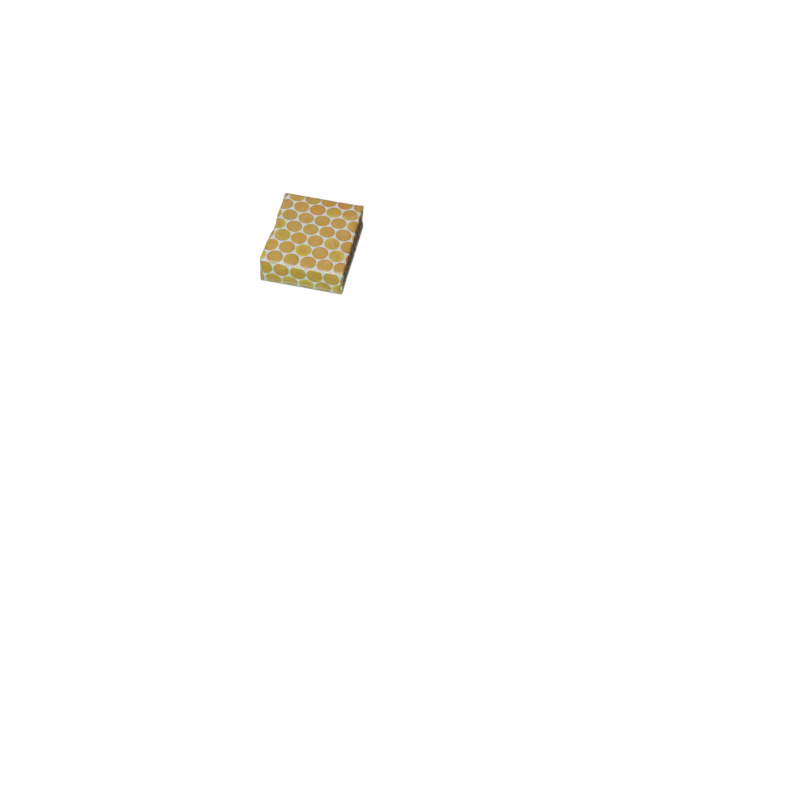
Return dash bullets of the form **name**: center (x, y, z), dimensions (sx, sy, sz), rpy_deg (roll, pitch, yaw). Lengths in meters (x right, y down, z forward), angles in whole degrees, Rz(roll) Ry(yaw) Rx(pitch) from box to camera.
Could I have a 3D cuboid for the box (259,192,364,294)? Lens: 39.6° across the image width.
- **box**: center (-0.076, -0.138, 0.966), dimensions (0.074, 0.094, 0.028), rpy_deg (10, -40, 8)
